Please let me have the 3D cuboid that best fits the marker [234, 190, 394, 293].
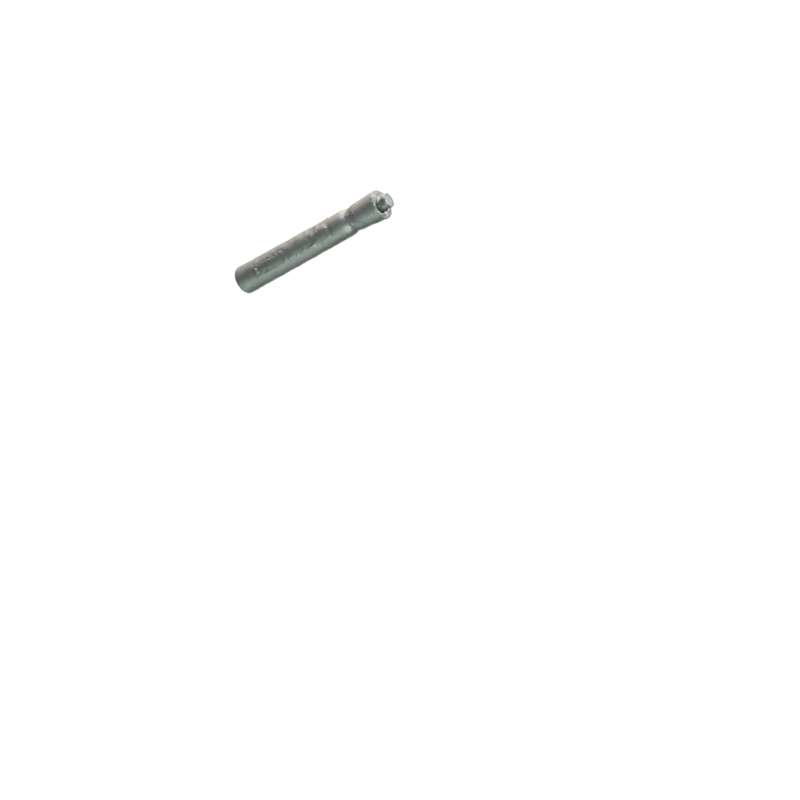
[{"bbox_3d":[-0.054,-0.098,0.688,0.121,0.020,0.019,-24,-10,32],"label":"marker"}]
